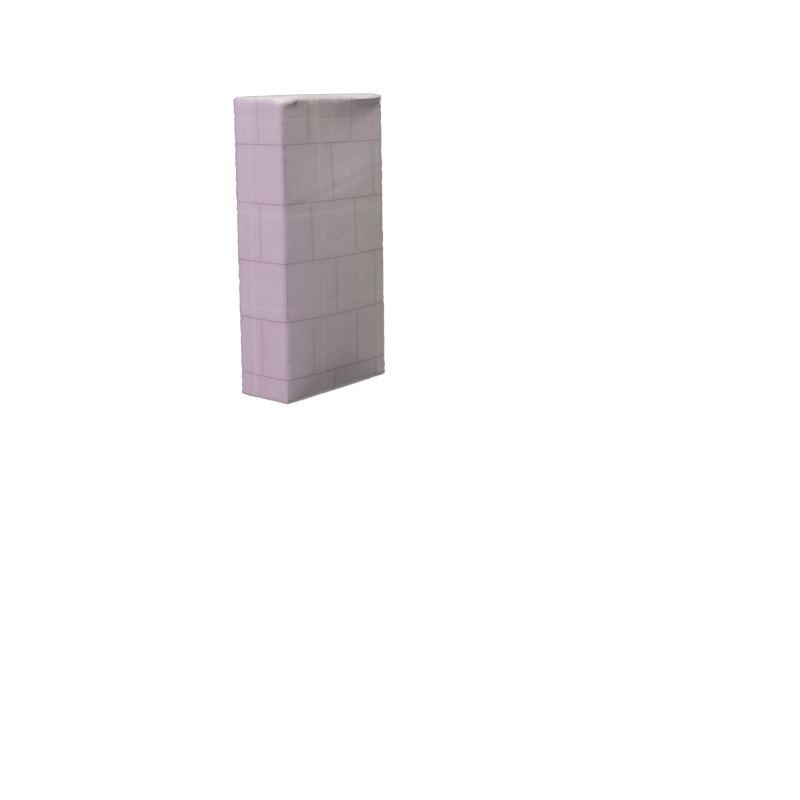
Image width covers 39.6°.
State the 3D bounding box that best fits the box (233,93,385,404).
[{"bbox_3d":[-0.052,-0.095,0.667,0.050,0.172,0.091,9,14,38],"label":"box"}]
